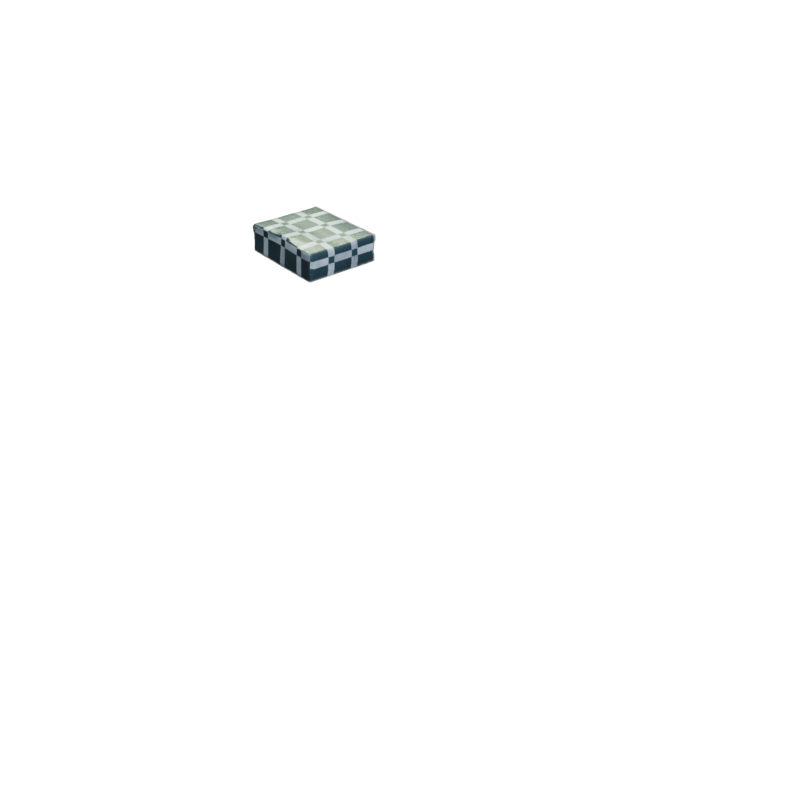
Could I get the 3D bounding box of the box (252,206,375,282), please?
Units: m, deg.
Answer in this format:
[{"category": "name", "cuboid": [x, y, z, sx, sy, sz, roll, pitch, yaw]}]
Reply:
[{"category": "box", "cuboid": [-0.078, -0.142, 0.991, 0.072, 0.028, 0.096, -21, 36, -33]}]
